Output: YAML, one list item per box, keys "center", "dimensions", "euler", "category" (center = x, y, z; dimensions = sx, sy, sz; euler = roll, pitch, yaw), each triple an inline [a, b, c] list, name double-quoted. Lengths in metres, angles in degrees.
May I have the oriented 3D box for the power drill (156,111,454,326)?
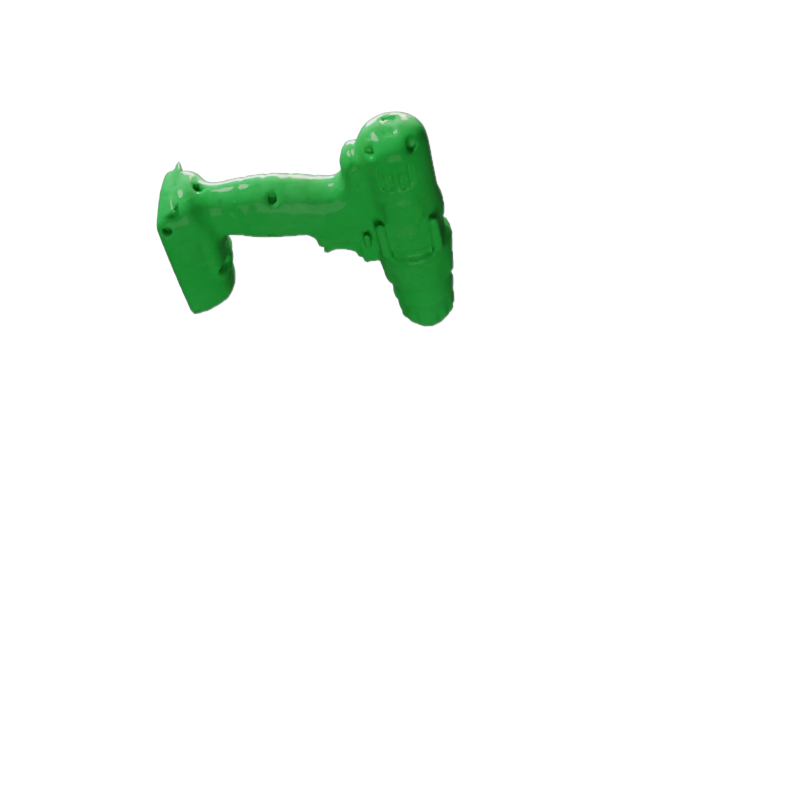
- center: [-0.059, -0.108, 0.755]
  dimensions: [0.189, 0.062, 0.170]
  euler: [-7, -43, 8]
  category: "power drill"
